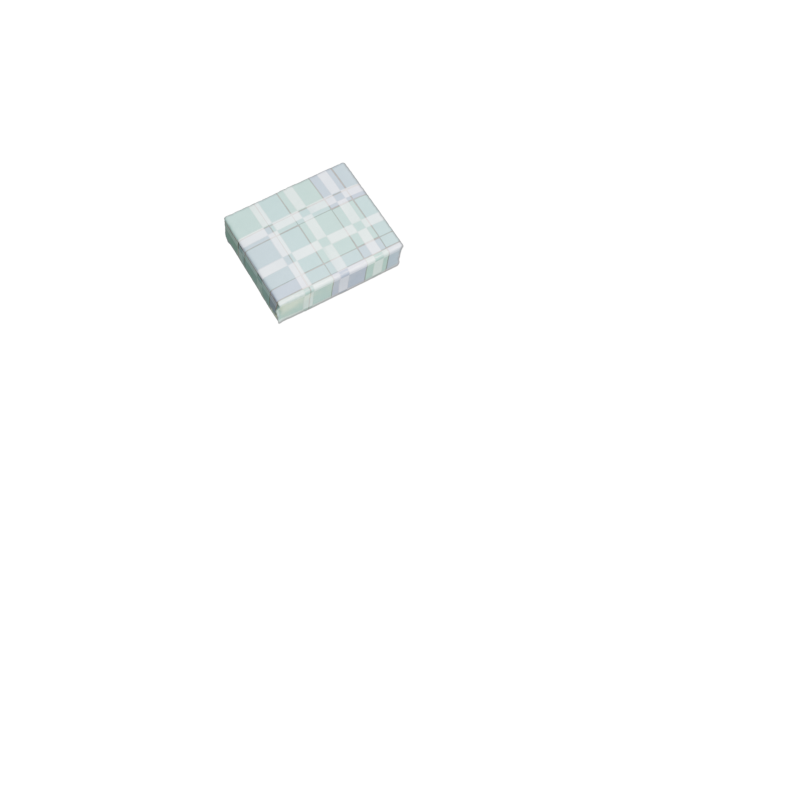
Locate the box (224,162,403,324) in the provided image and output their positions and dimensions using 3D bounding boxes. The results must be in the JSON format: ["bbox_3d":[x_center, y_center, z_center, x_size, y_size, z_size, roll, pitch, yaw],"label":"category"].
[{"bbox_3d":[-0.068,-0.124,0.868,0.113,0.096,0.037,-28,-24,-15],"label":"box"}]
